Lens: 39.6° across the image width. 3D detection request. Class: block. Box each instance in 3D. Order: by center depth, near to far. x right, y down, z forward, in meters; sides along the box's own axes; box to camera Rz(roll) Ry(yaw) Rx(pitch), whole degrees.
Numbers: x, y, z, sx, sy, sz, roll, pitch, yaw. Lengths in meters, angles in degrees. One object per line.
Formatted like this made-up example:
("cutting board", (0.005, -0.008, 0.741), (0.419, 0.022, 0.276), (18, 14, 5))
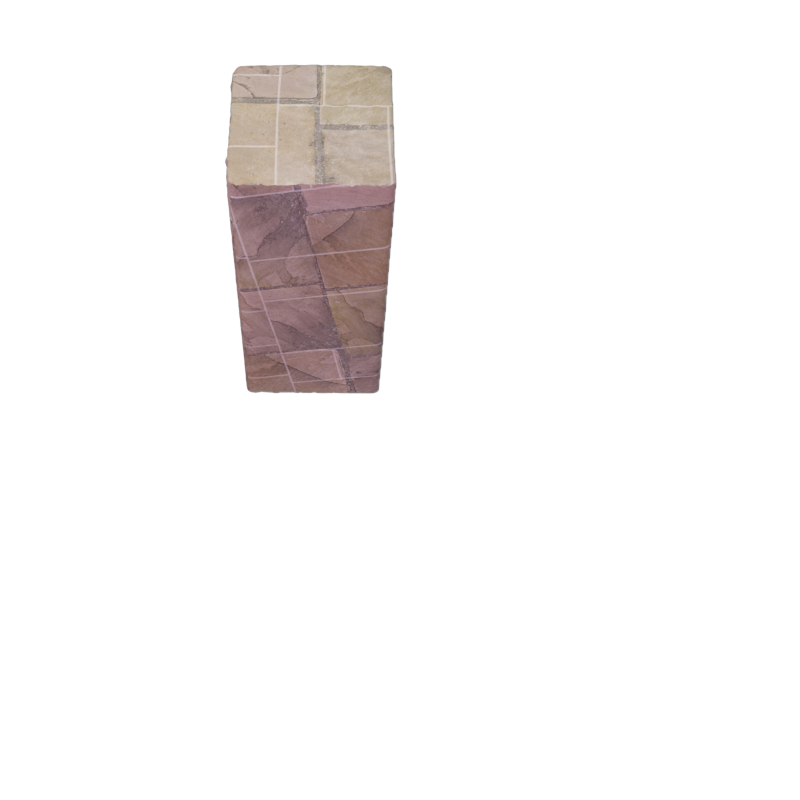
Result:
("block", (-0.053, -0.096, 0.669), (0.090, 0.097, 0.193), (1, -33, -3))
